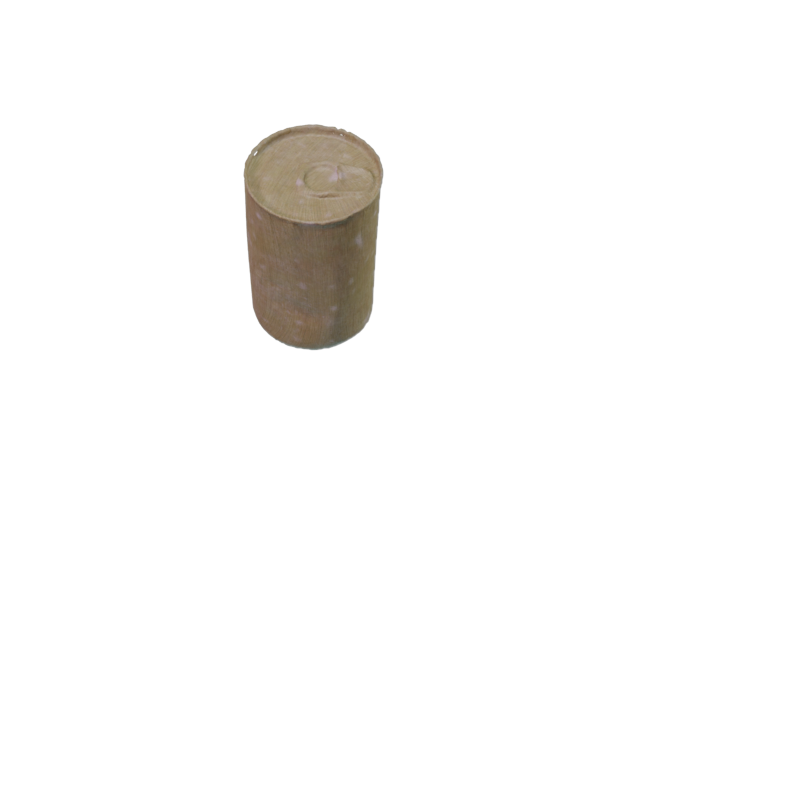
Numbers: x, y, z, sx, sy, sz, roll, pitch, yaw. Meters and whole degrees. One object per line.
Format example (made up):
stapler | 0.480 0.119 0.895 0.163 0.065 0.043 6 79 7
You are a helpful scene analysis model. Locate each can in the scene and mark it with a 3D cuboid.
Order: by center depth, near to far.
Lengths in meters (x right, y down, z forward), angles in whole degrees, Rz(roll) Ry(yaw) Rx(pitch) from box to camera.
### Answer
can | -0.045 -0.082 0.573 0.068 0.073 0.095 0 -38 -3
